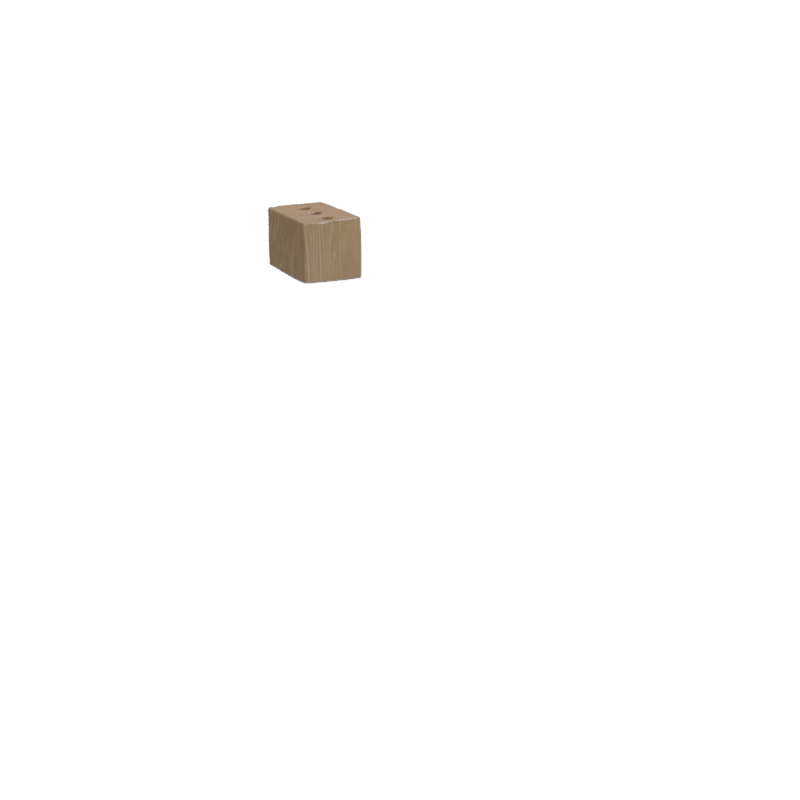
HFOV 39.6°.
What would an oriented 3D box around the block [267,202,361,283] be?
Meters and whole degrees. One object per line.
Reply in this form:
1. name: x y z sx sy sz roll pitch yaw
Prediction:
1. block: -0.073 -0.132 0.927 0.051 0.049 0.083 -8 20 -27
